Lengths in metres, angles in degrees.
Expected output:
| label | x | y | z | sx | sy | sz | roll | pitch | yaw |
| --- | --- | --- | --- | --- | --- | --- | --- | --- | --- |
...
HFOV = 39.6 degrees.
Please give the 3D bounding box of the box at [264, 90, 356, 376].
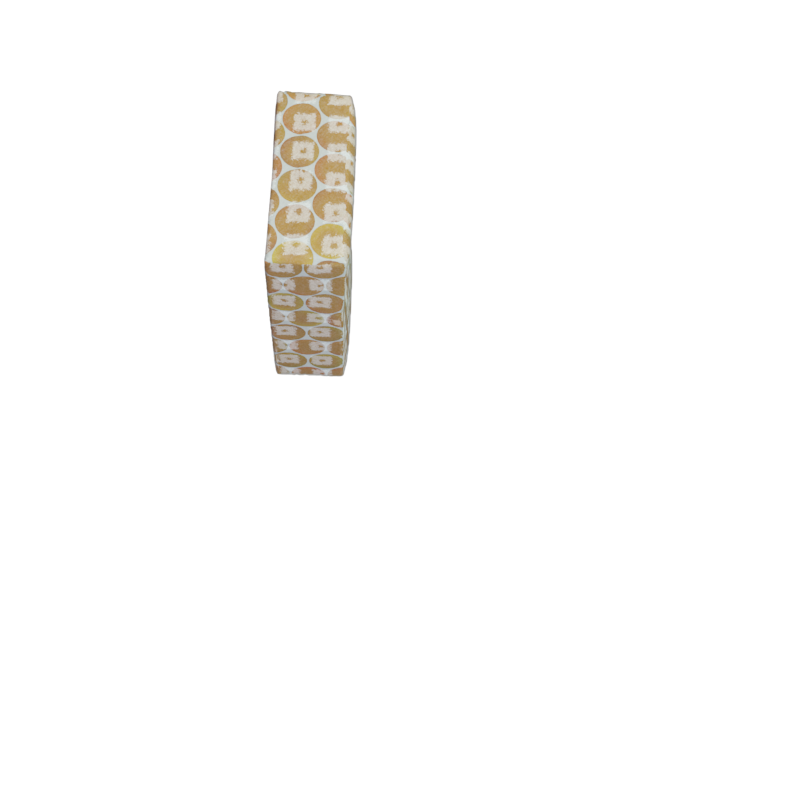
| label | x | y | z | sx | sy | sz | roll | pitch | yaw |
| --- | --- | --- | --- | --- | --- | --- | --- | --- | --- |
| box | -0.075 | -0.137 | 0.959 | 0.072 | 0.174 | 0.202 | 2 | -26 | -3 |
